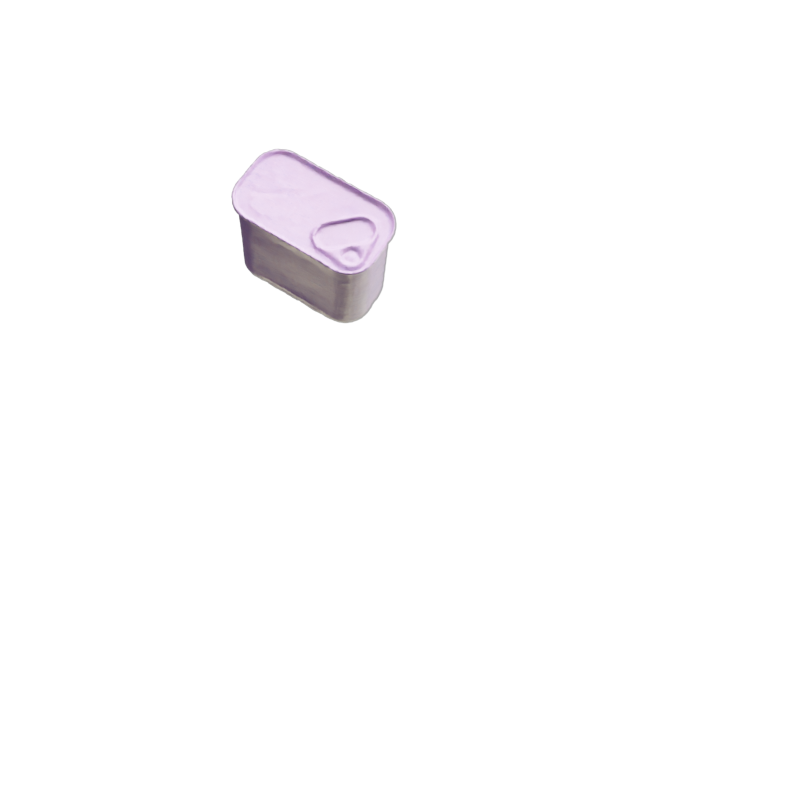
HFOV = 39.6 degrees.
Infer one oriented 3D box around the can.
[{"bbox_3d":[-0.056,-0.102,0.717,0.105,0.059,0.079,31,-22,12],"label":"can"}]
